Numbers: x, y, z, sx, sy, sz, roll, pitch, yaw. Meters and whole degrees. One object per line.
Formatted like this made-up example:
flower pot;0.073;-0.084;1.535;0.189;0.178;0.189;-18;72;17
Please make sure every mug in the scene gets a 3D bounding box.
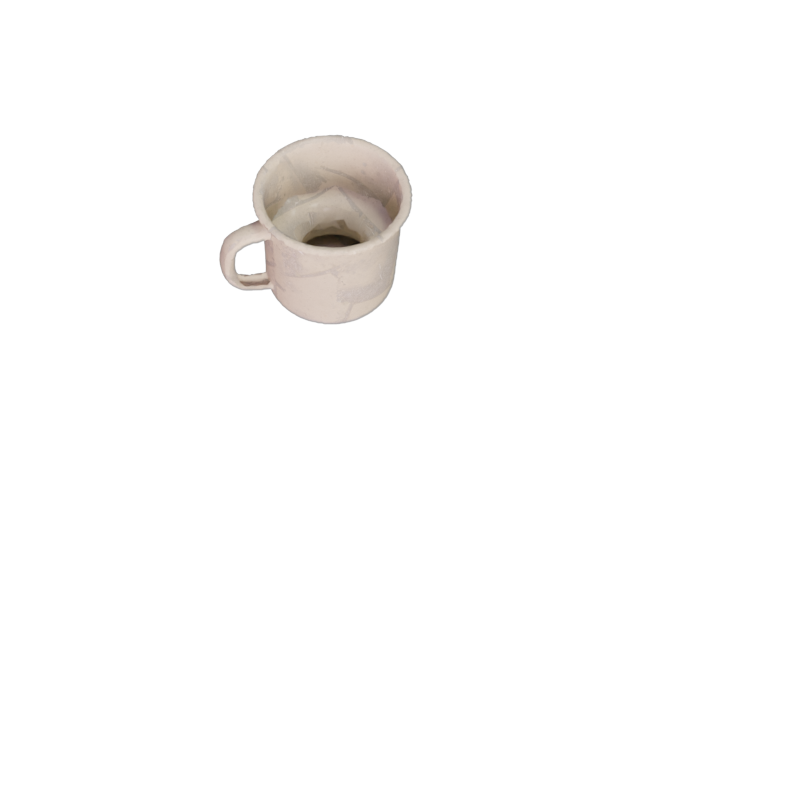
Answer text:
mug;-0.052;-0.096;0.670;0.116;0.100;0.076;-21;-32;-15
